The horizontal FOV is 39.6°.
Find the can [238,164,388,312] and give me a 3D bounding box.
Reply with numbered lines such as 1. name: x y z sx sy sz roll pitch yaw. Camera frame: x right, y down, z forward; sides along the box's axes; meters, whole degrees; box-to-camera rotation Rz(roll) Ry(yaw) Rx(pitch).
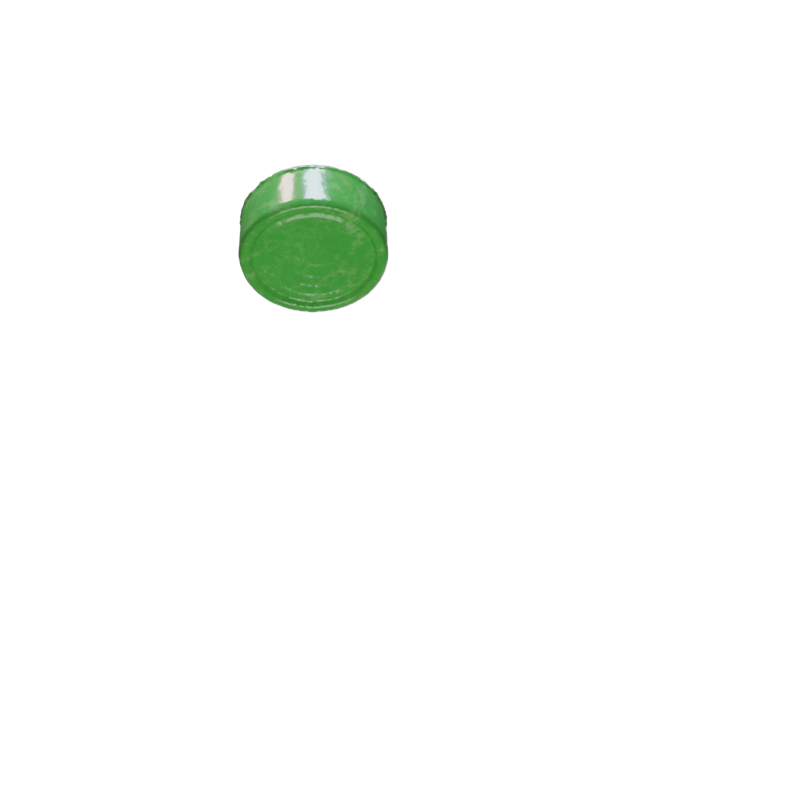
1. can: -0.050 -0.090 0.633 0.086 0.036 0.080 1 -45 -1
